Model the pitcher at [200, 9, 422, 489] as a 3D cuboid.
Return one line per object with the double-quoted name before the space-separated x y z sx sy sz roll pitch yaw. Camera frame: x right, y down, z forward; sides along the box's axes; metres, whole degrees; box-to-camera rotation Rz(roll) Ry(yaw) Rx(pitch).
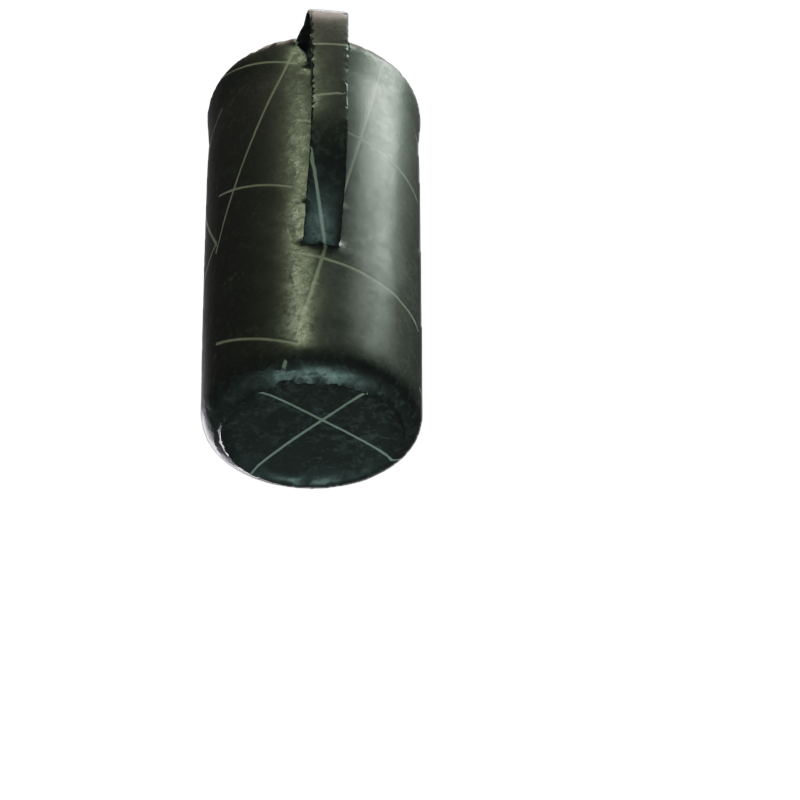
"pitcher" -0.048 -0.087 0.607 0.145 0.261 0.139 -28 -47 26
